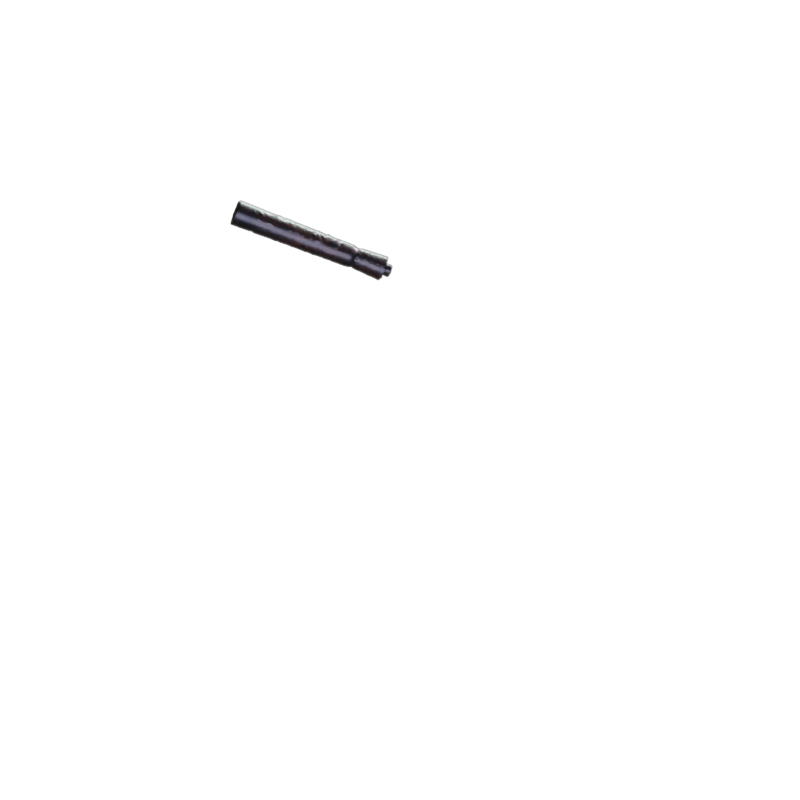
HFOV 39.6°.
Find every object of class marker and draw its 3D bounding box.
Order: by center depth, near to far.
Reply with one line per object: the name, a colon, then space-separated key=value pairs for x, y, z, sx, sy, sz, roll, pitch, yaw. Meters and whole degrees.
marker: x=-0.062 y=-0.114 z=0.797 sx=0.119 sy=0.020 sz=0.020 roll=20 pitch=0 yaw=-8
